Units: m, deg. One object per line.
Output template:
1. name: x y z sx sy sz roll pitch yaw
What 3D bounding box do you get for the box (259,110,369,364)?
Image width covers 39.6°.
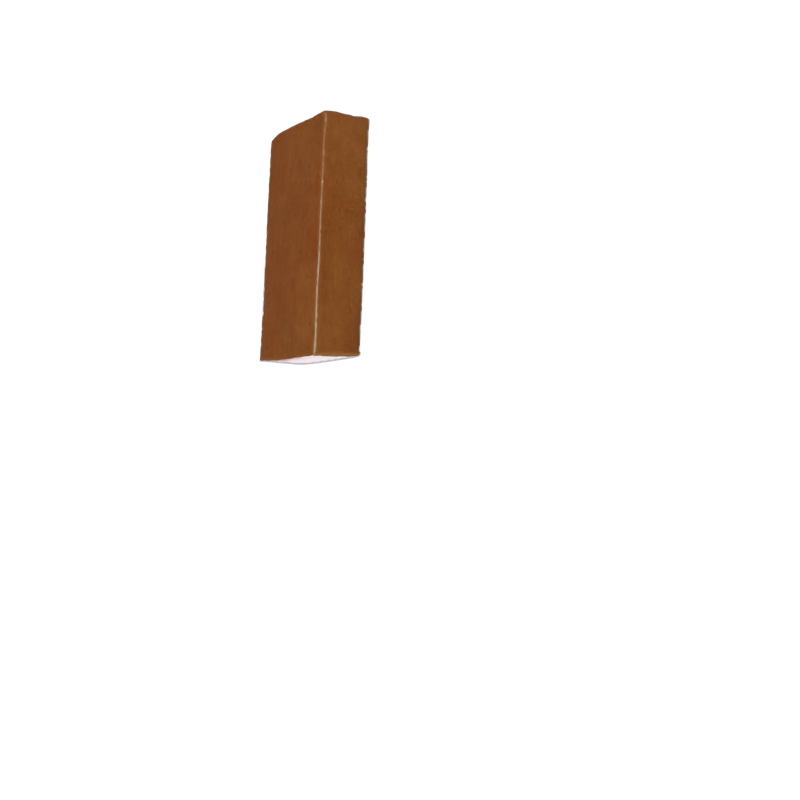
1. box: -0.065 -0.117 0.820 0.046 0.180 0.095 5 -10 -31
